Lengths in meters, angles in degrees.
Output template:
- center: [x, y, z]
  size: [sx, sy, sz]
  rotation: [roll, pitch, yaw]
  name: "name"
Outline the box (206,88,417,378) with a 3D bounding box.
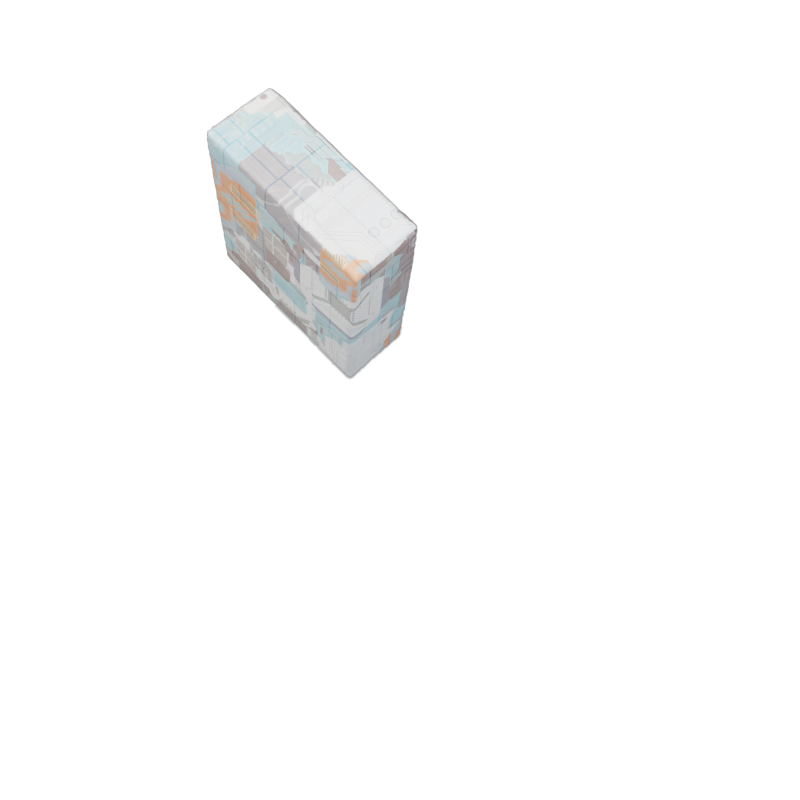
- center: [-0.069, -0.127, 0.888]
  size: [0.072, 0.171, 0.203]
  rotation: [-40, -15, -16]
  name: "box"
